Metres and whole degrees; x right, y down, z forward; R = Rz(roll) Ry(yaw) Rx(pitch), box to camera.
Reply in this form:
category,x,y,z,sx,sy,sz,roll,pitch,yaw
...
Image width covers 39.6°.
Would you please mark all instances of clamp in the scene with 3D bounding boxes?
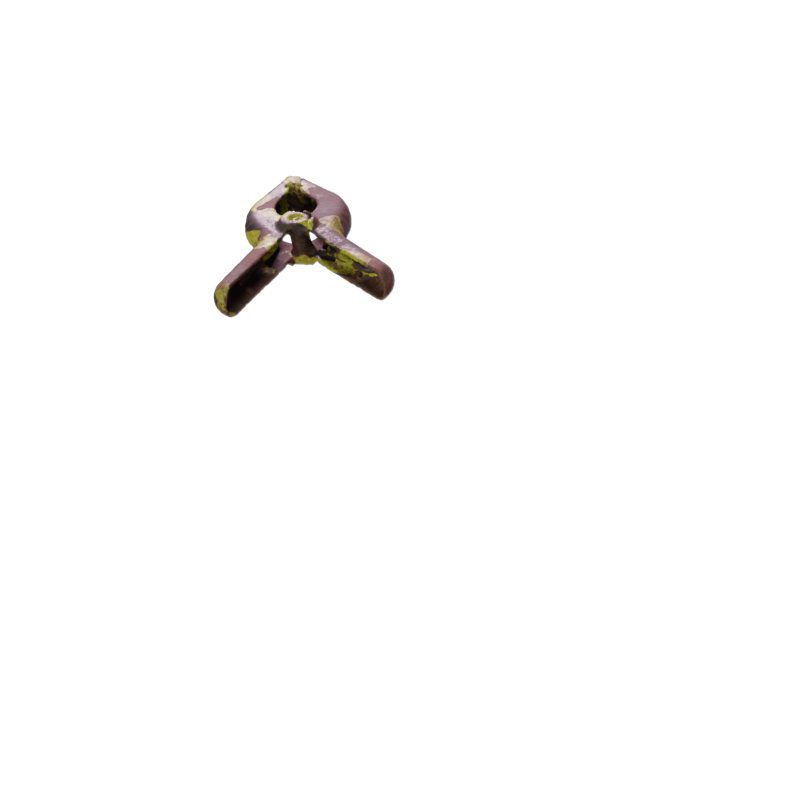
category,x,y,z,sx,sy,sz,roll,pitch,yaw
clamp,-0.062,-0.114,0.798,0.121,0.037,0.182,2,37,2
